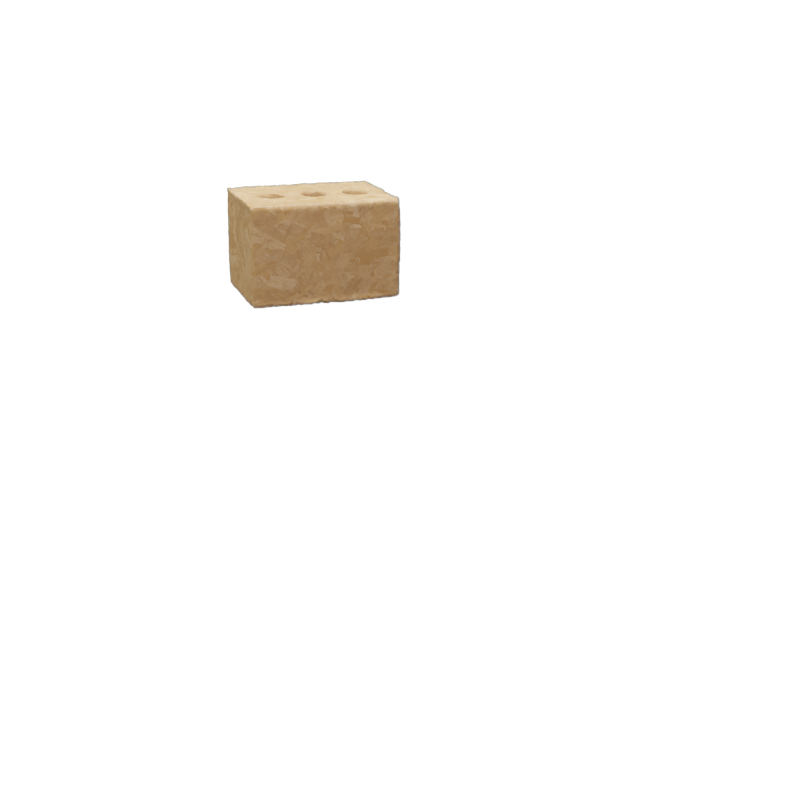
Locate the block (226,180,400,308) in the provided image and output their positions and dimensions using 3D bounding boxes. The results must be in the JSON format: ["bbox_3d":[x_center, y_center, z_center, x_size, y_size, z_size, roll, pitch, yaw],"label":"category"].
[{"bbox_3d":[-0.044,-0.080,0.558,0.076,0.049,0.056,-6,18,-18],"label":"block"}]
